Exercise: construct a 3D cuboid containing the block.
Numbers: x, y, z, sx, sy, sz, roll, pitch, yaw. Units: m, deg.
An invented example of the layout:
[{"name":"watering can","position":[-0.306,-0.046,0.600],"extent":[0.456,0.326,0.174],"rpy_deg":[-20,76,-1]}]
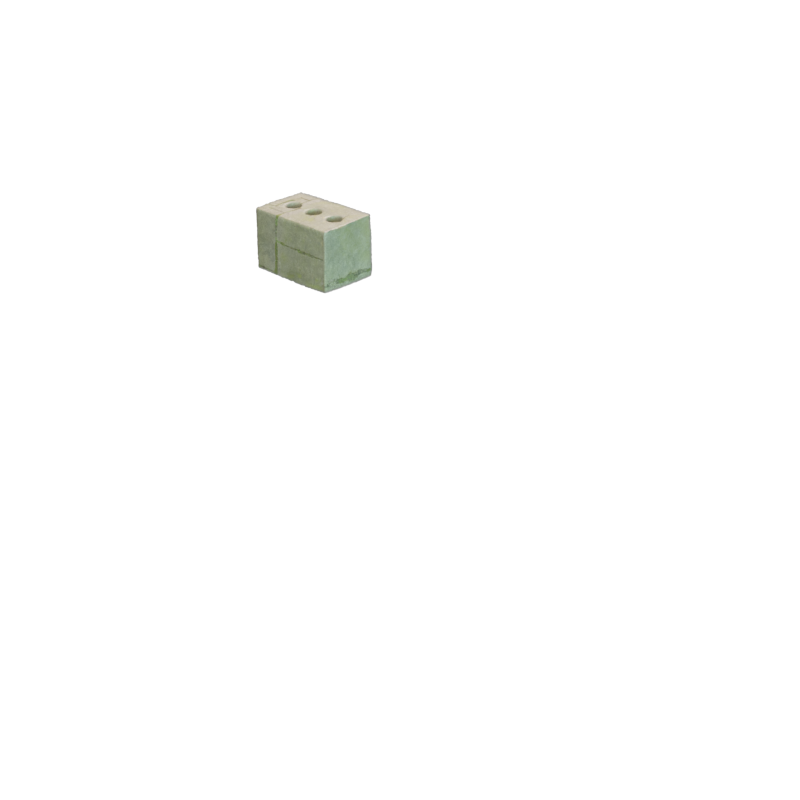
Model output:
[{"name":"block","position":[-0.067,-0.123,0.860],"extent":[0.083,0.049,0.052],"rpy_deg":[23,33,37]}]
